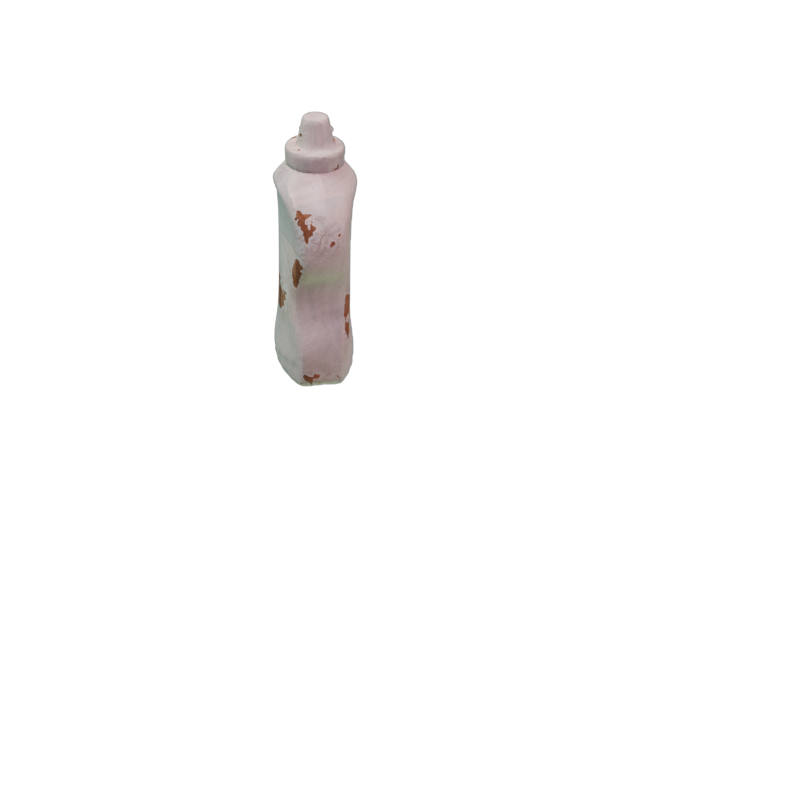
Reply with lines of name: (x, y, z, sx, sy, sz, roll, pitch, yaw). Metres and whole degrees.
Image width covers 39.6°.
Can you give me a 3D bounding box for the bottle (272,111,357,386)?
bottle: (-0.061, -0.112, 0.785, 0.058, 0.180, 0.103, -3, 32, -8)
